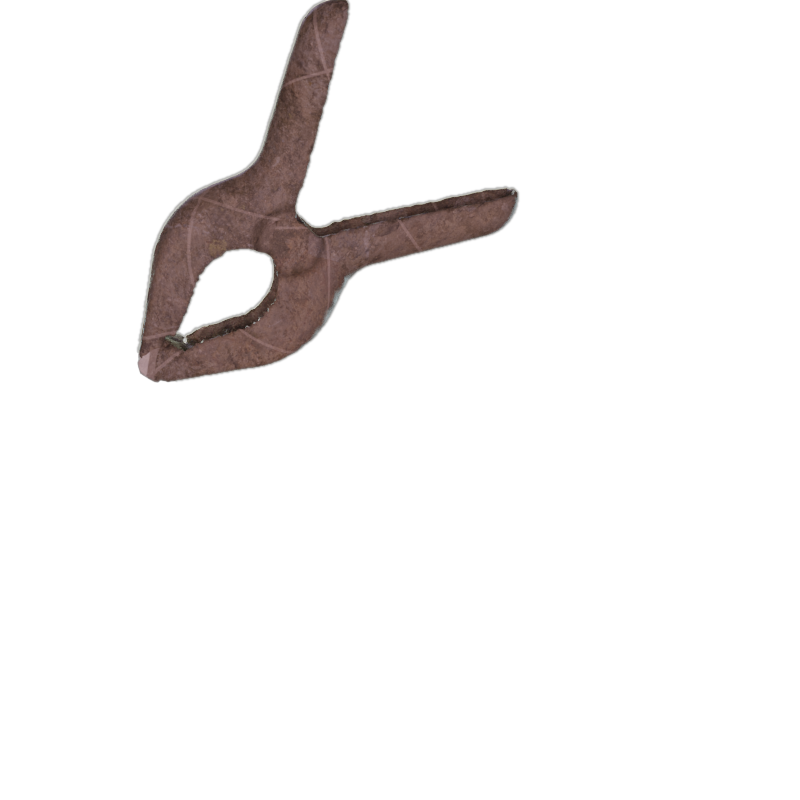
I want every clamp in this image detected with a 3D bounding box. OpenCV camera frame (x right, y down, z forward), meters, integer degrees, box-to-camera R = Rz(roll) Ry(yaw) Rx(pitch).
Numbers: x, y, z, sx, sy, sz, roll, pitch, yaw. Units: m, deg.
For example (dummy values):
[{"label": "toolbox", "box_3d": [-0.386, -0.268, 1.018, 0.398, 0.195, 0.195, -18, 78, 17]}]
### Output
[{"label": "clamp", "box_3d": [-0.036, -0.066, 0.463, 0.118, 0.170, 0.040, 39, 7, -6]}]
